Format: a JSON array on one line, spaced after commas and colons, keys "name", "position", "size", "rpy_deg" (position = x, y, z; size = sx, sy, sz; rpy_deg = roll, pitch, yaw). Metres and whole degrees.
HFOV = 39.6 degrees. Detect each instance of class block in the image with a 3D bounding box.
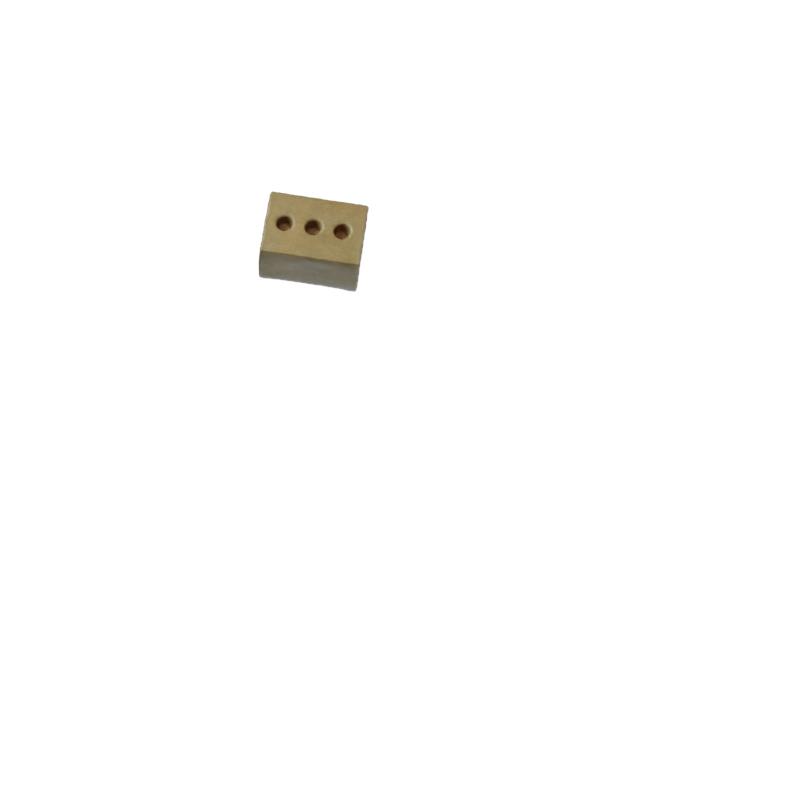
[{"name": "block", "position": [-0.067, -0.121, 0.851], "size": [0.078, 0.055, 0.049], "rpy_deg": [8, -22, 2]}]
